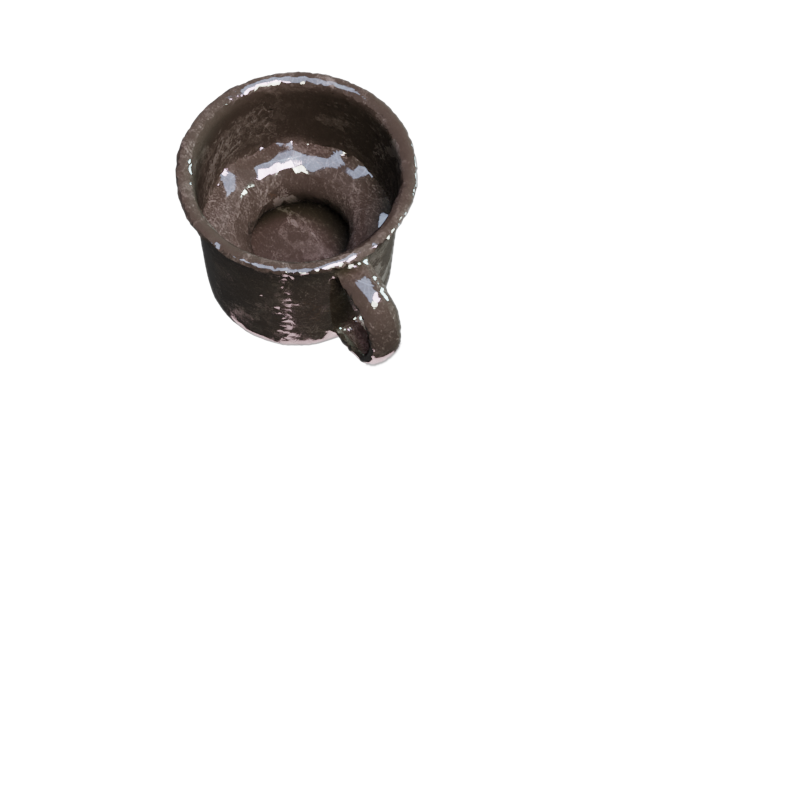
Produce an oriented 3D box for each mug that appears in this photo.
[{"bbox_3d":[-0.036,-0.065,0.454,0.093,0.124,0.077,-31,-22,-16],"label":"mug"}]
